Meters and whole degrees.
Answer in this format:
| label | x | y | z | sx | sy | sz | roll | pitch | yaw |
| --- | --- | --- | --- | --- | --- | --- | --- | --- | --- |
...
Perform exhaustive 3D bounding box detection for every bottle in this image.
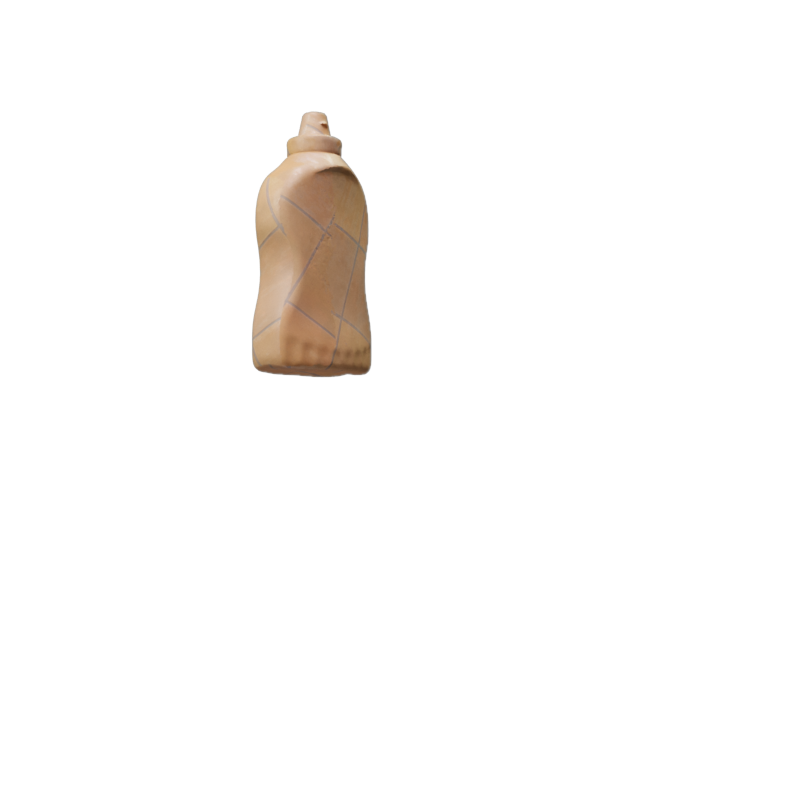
| label | x | y | z | sx | sy | sz | roll | pitch | yaw |
| --- | --- | --- | --- | --- | --- | --- | --- | --- | --- |
| bottle | -0.063 | -0.115 | 0.805 | 0.060 | 0.196 | 0.091 | -10 | -13 | 43 |
